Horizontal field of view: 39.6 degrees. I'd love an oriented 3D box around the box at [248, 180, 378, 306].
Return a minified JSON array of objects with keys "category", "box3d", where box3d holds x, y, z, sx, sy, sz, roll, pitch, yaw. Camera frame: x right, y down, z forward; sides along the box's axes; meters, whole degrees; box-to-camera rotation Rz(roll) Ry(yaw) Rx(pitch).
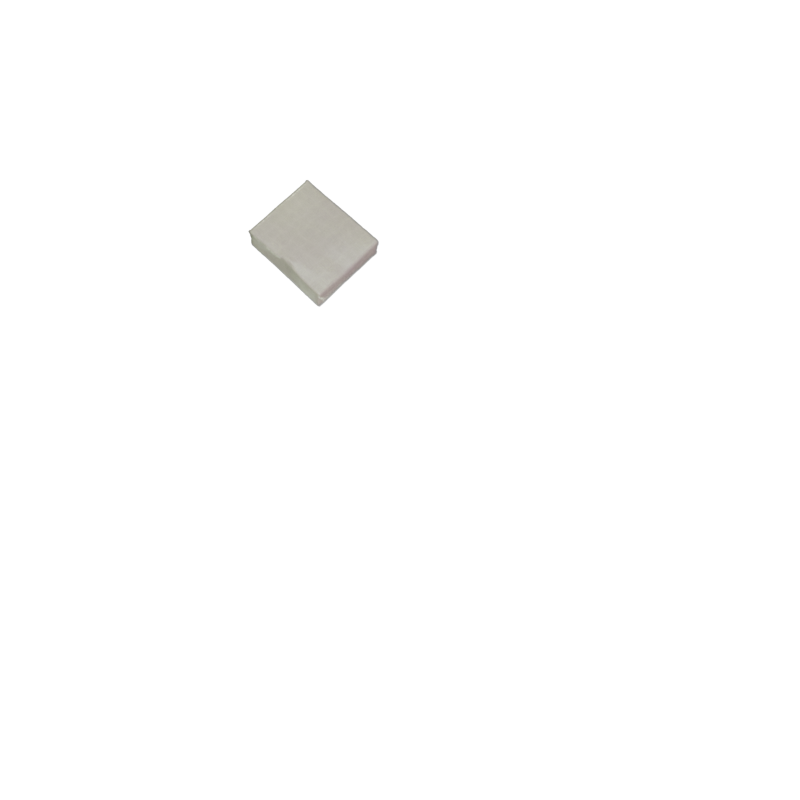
[{"category":"box","box3d":[-0.076,-0.138,0.963,0.093,0.074,0.029,42,-18,16]}]
